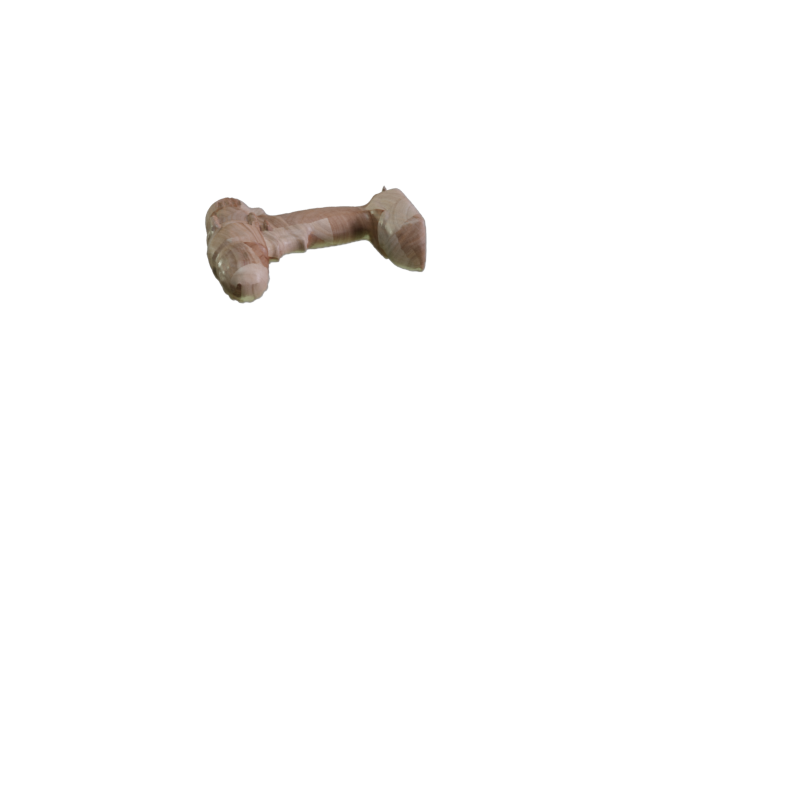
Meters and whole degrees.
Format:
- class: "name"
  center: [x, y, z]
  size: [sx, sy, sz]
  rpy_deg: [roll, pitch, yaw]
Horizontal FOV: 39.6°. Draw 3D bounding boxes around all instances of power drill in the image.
- class: "power drill"
  center: [-0.076, -0.138, 0.968]
  size: [0.185, 0.054, 0.197]
  rpy_deg: [-5, 28, -10]
